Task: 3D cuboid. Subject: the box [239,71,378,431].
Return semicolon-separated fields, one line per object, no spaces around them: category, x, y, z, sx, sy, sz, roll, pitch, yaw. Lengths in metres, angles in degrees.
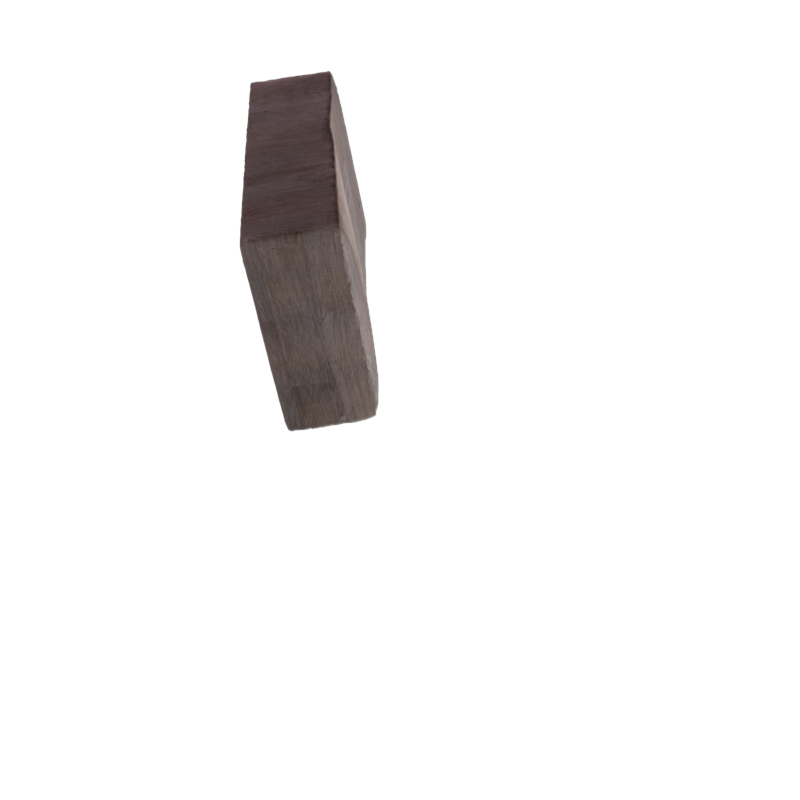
box;-0.062;-0.113;0.791;0.072;0.152;0.229;-8;40;3
